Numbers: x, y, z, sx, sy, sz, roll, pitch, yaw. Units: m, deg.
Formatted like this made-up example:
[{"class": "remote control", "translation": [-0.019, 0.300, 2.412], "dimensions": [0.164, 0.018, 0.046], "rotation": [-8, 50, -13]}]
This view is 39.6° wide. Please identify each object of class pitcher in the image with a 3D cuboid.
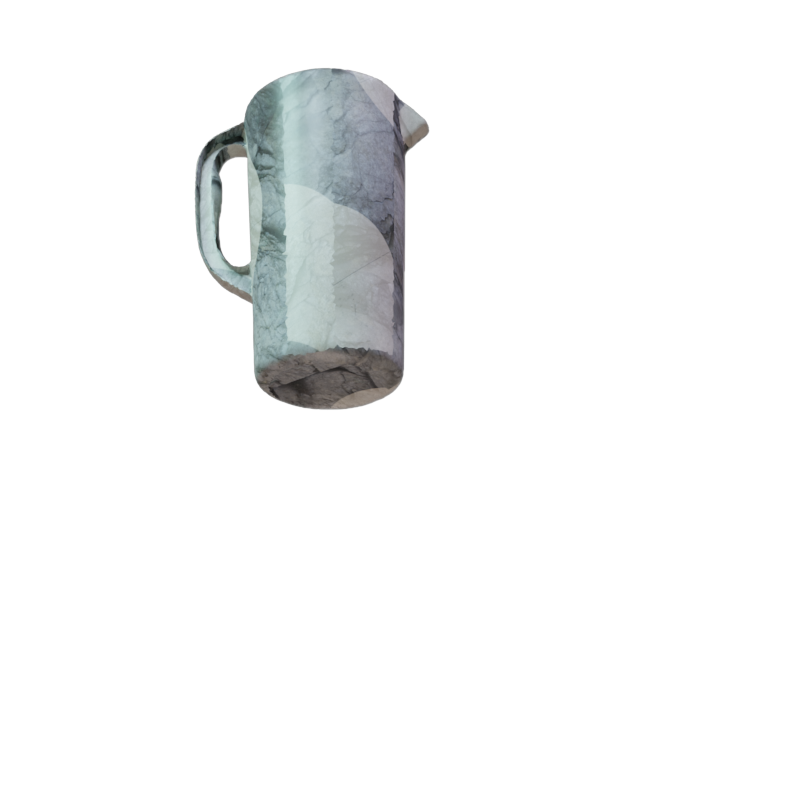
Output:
[{"class": "pitcher", "translation": [-0.067, -0.122, 0.853], "dimensions": [0.137, 0.258, 0.149], "rotation": [19, -34, -35]}]
